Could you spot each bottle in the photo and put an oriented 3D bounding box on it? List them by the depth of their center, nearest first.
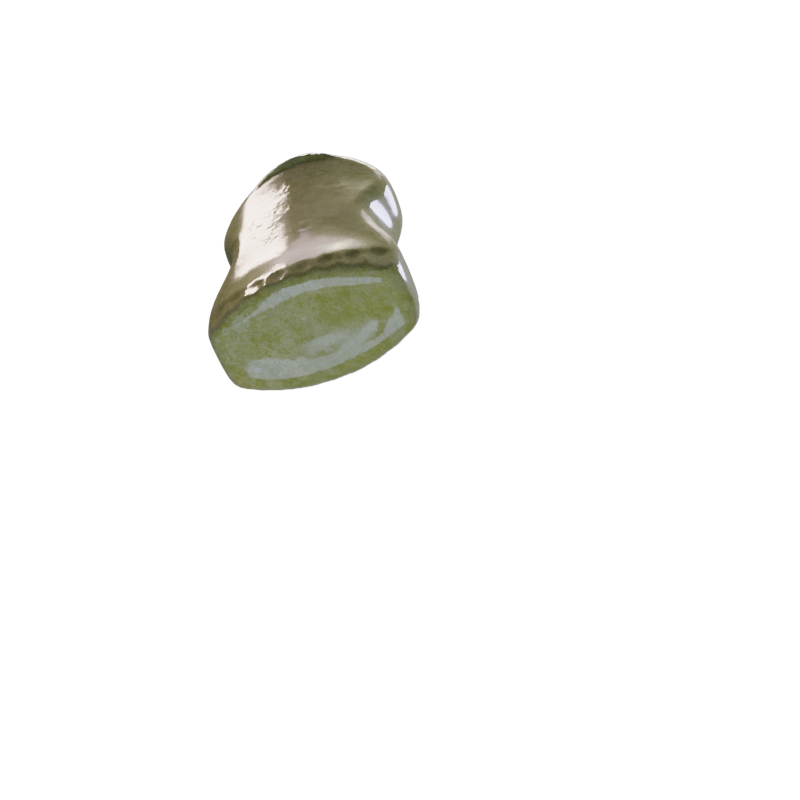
[{"bbox_3d":[-0.046,-0.084,0.582,0.096,0.055,0.204,-21,31,9],"label":"bottle"}]
